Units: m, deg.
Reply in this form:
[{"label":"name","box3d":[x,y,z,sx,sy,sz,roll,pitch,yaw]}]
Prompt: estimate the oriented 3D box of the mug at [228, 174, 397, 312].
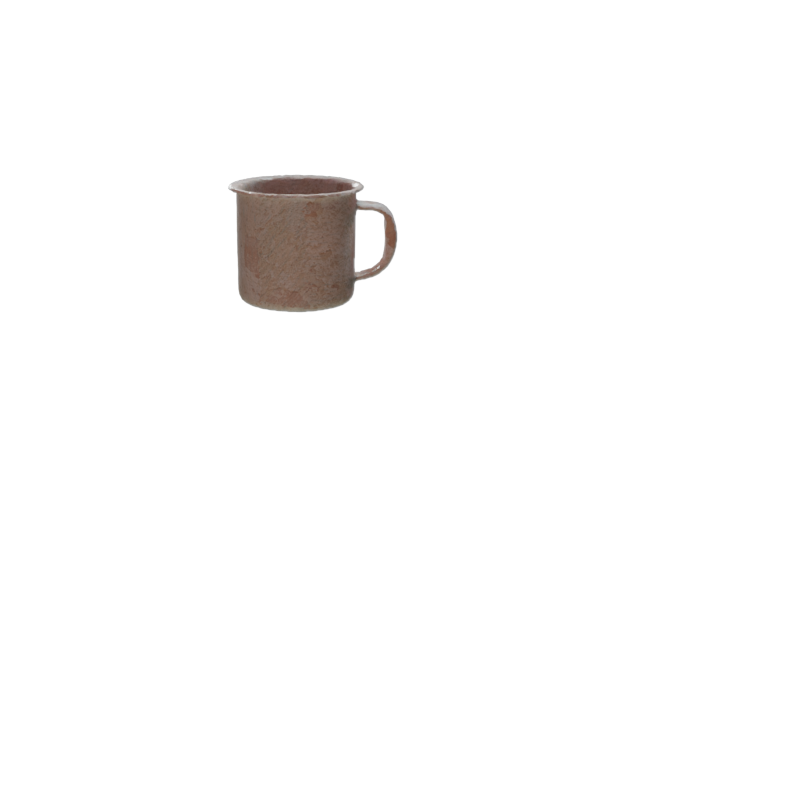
[{"label":"mug","box3d":[-0.060,-0.110,0.771,0.116,0.079,0.097,-2,17,-9]}]
